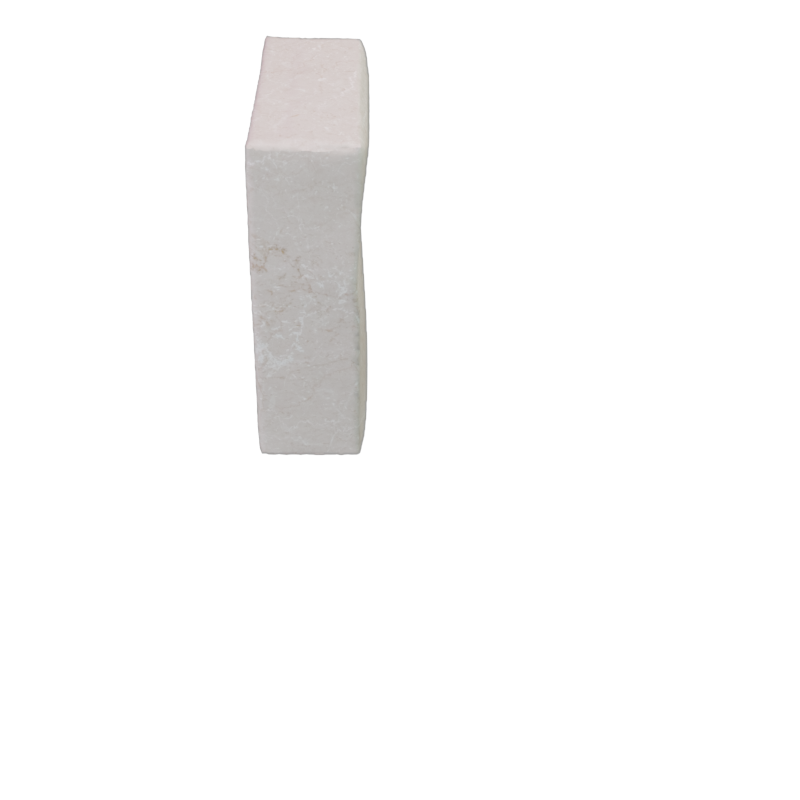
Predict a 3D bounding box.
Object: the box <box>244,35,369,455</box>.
[{"bbox_3d":[-0.054,-0.099,0.695,0.072,0.200,0.175,1,35,-3],"label":"box"}]
